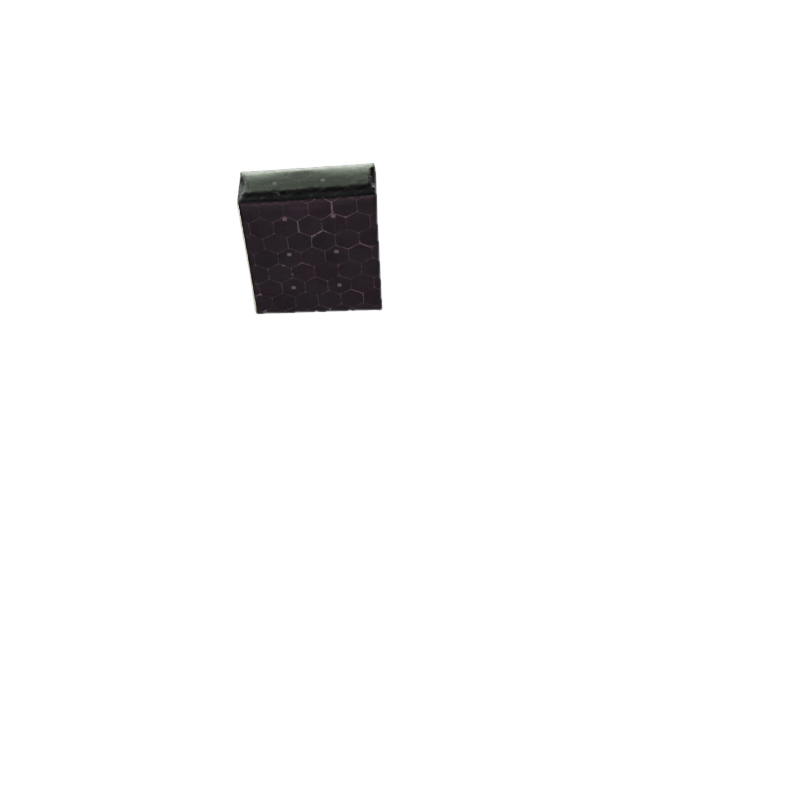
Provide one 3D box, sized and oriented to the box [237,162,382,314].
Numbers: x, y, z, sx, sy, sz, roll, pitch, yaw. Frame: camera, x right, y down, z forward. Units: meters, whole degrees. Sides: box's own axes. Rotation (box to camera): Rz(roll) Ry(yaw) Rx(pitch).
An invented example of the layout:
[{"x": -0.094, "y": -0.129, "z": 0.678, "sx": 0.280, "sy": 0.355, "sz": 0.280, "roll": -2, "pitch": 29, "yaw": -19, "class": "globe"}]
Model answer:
[{"x": -0.048, "y": -0.087, "z": 0.611, "sx": 0.073, "sy": 0.032, "sz": 0.083, "roll": -2, "pitch": -43, "yaw": 2, "class": "box"}]
